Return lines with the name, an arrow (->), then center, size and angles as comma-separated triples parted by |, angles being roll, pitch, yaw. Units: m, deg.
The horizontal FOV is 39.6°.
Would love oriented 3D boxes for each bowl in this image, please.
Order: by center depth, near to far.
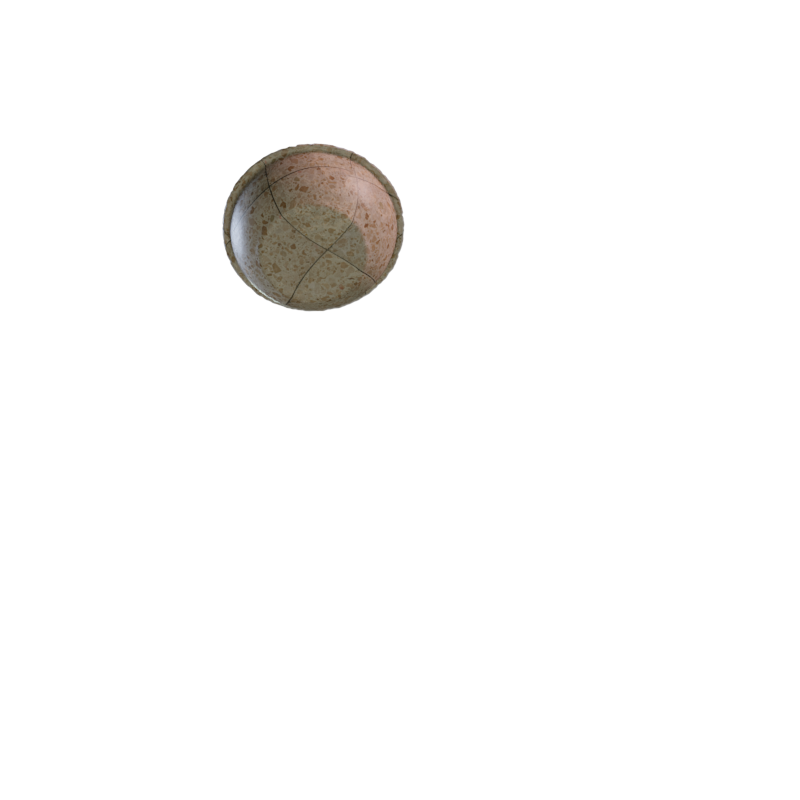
bowl -> -0.075, -0.137, 0.958 | 0.162, 0.153, 0.058 | 1, 26, -1
